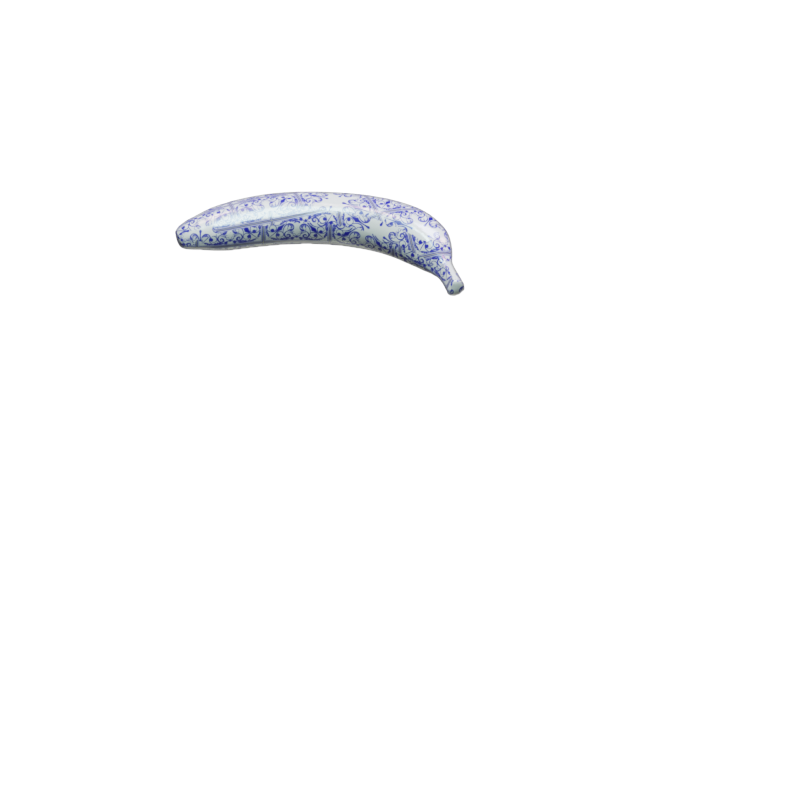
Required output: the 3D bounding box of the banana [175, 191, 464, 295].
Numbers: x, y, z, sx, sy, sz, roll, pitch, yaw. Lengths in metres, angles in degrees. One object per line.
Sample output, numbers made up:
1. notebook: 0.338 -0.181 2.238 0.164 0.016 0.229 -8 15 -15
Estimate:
1. banana: -0.050 -0.115 0.748 0.202 0.034 0.072 9 35 13
